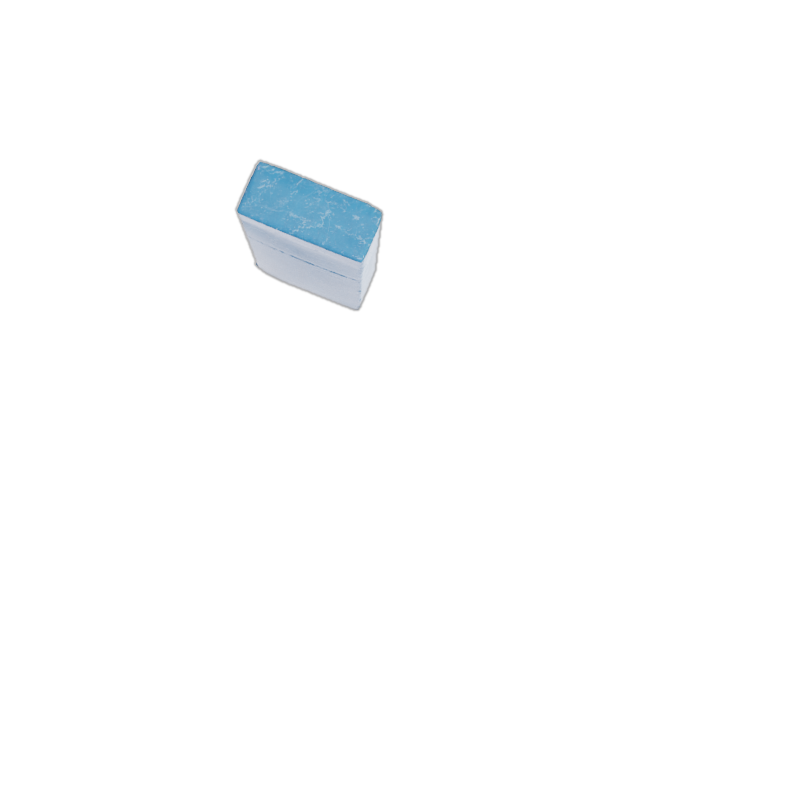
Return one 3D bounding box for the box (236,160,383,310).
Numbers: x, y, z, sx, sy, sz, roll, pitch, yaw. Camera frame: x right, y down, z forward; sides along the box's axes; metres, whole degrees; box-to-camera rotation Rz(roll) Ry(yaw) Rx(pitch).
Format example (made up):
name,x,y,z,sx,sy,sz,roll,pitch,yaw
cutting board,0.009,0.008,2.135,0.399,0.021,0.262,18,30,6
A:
name,x,y,z,sx,sy,sz,roll,pitch,yaw
box,-0.063,-0.116,0.809,0.094,0.049,0.171,23,-9,1
